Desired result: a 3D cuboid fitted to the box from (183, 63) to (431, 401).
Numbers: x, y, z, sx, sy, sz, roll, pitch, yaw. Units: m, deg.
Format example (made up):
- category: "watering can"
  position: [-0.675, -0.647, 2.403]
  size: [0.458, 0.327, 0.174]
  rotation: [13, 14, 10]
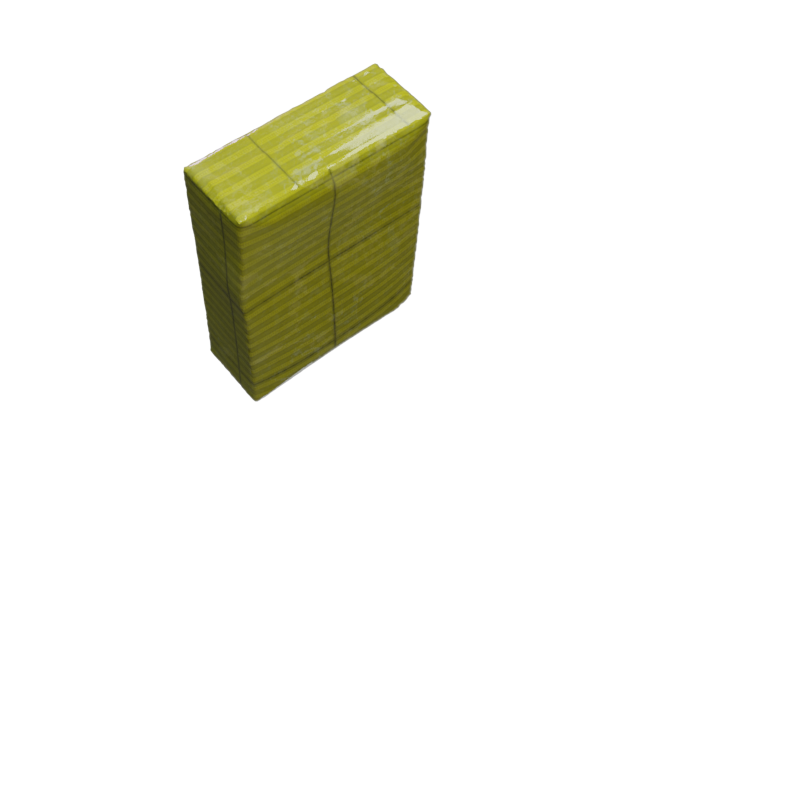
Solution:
- category: "box"
  position: [-0.063, -0.115, 0.806]
  size: [0.165, 0.076, 0.200]
  rotation: [-35, -25, -23]
